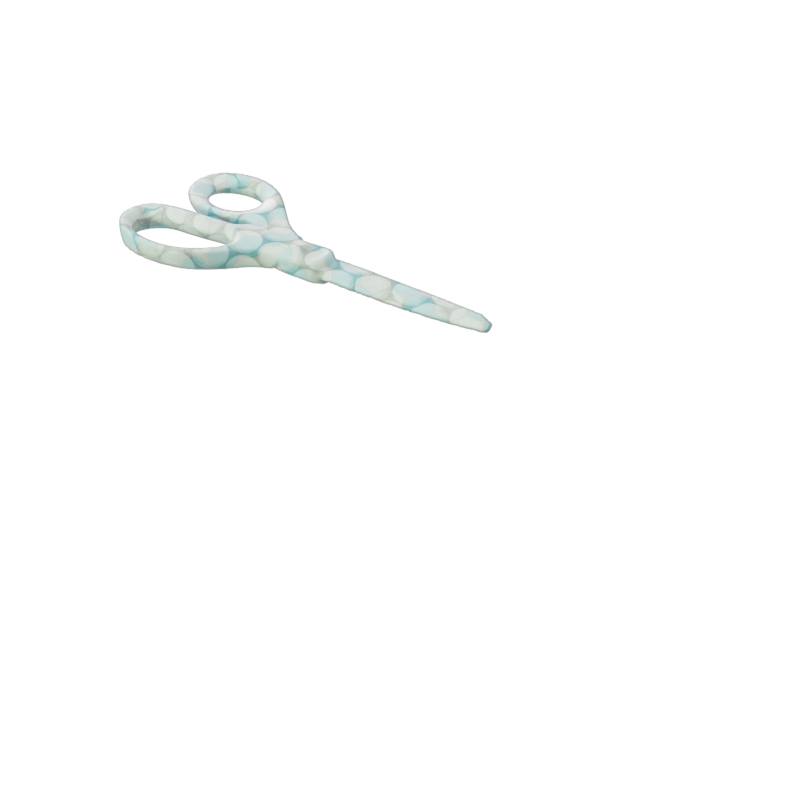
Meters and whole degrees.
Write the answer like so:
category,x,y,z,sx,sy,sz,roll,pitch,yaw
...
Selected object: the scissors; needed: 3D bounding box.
category,x,y,z,sx,sy,sz,roll,pitch,yaw
scissors,-0.044,-0.081,0.566,0.207,0.015,0.100,12,38,15
